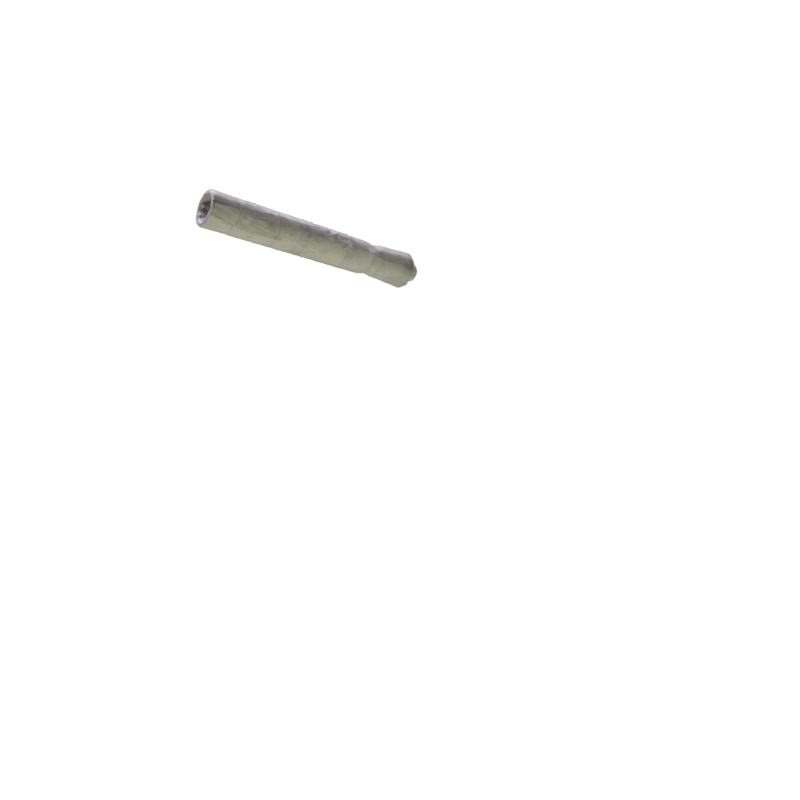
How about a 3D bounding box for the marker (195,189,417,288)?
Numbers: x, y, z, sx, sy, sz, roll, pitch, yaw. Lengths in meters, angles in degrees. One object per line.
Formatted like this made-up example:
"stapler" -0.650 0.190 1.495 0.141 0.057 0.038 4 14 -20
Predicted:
"marker" -0.043 -0.078 0.549 0.115 0.020 0.020 14 -3 -28
